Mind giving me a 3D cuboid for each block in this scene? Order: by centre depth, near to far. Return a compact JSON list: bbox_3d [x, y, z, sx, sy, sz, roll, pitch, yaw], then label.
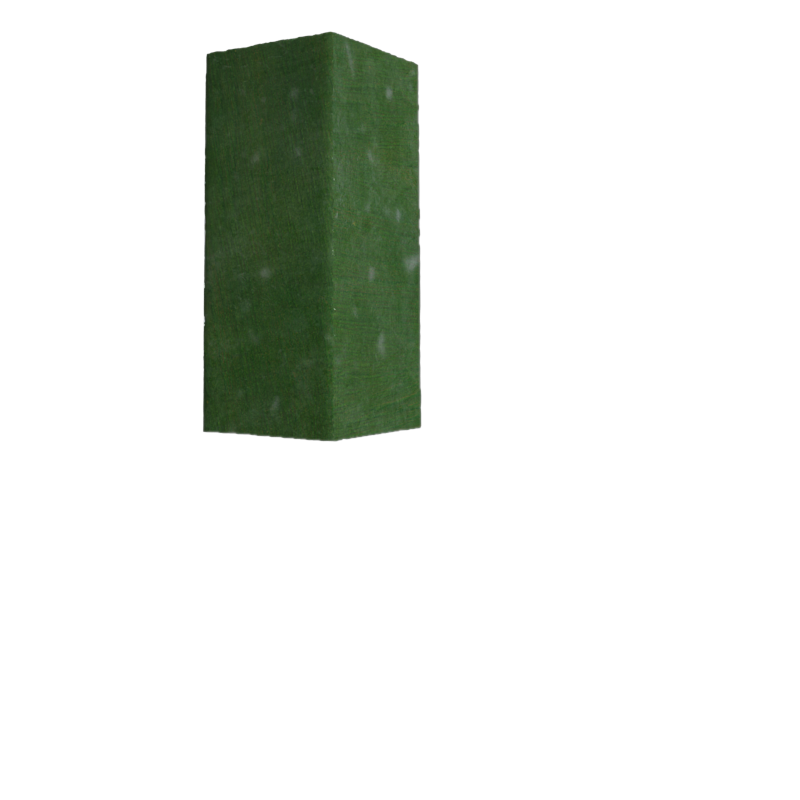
[{"bbox_3d":[-0.048,-0.088,0.614,0.093,0.208,0.087,-2,-3,33],"label":"block"}]
